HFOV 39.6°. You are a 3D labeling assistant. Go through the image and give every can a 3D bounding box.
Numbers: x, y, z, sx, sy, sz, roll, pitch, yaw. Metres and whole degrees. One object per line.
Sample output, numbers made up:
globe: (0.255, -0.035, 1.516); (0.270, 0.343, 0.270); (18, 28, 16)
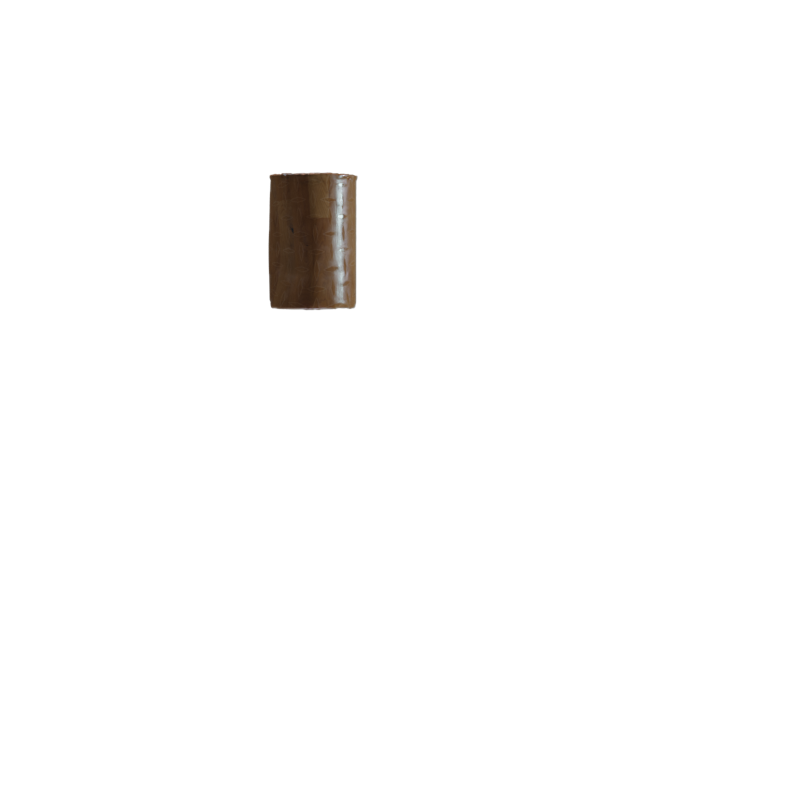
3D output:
can: (-0.067, -0.121, 0.850); (0.068, 0.102, 0.069); (0, 1, -2)
